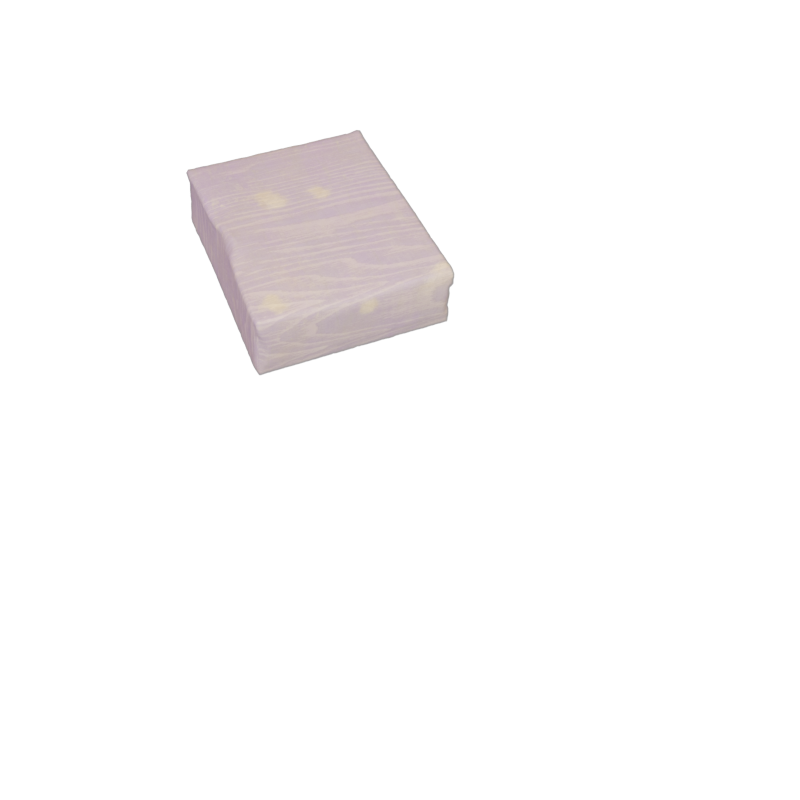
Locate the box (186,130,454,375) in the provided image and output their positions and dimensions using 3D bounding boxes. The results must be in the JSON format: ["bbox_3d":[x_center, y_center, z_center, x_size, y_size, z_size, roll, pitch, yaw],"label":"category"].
[{"bbox_3d":[-0.032,-0.059,0.411,0.072,0.097,0.028,-16,-40,-15],"label":"box"}]
